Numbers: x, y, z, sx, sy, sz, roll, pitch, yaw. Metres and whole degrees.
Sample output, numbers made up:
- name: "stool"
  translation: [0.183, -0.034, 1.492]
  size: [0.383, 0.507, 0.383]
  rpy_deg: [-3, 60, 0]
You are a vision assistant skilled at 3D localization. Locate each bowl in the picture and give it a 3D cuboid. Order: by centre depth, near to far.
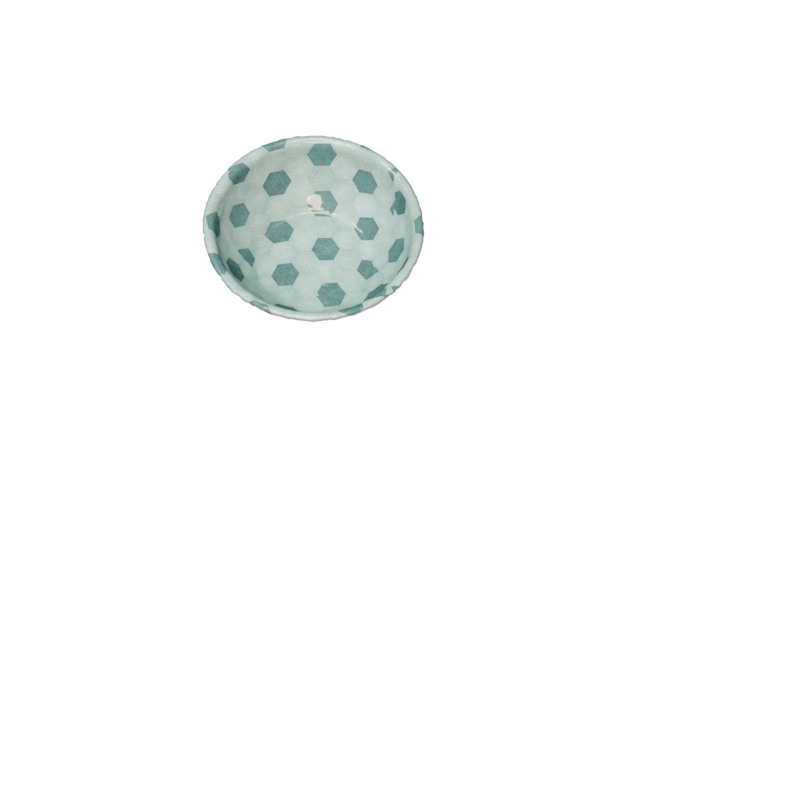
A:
- name: "bowl"
  translation: [-0.065, -0.119, 0.830]
  size: [0.162, 0.173, 0.052]
  rpy_deg: [-1, -30, -1]
